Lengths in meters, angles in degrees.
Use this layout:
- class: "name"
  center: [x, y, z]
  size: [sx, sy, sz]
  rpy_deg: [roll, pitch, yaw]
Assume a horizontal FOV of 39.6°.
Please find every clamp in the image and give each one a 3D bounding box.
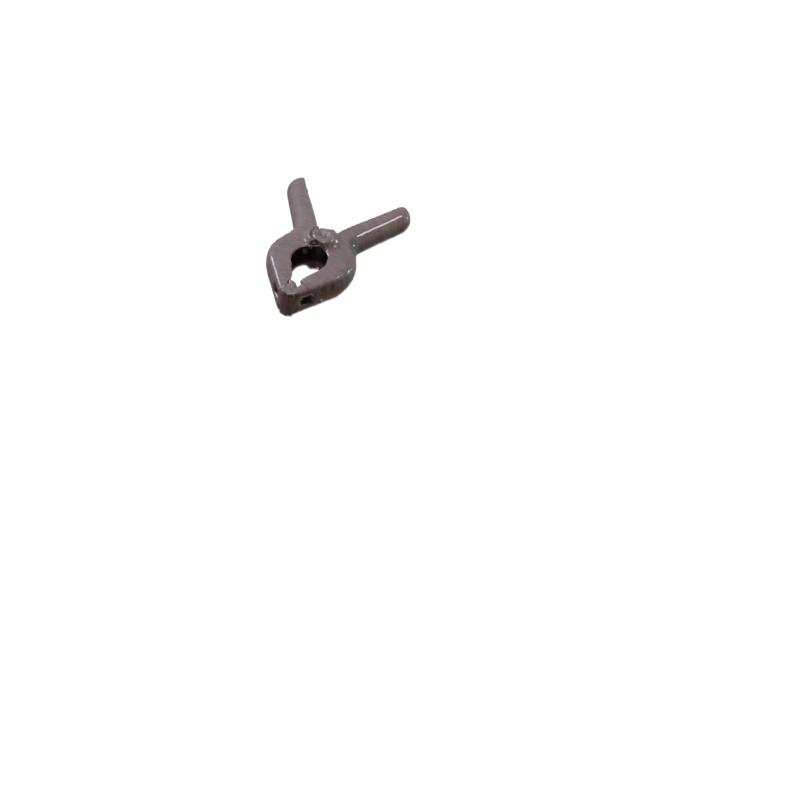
- class: "clamp"
  center: [-0.078, -0.142, 0.997]
  size: [0.125, 0.037, 0.176]
  rpy_deg: [19, 43, 21]
